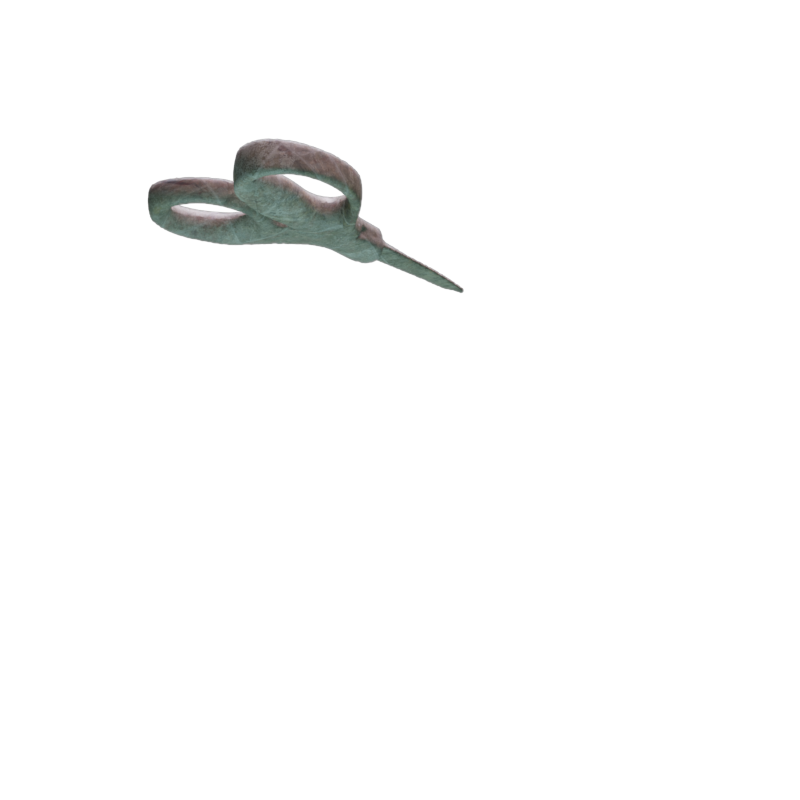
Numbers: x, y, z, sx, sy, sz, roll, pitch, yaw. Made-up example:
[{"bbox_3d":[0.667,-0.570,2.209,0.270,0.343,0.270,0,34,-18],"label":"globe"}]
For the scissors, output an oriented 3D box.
[{"bbox_3d":[-0.039,-0.070,0.494,0.098,0.016,0.191,-3,-11,15],"label":"scissors"}]
